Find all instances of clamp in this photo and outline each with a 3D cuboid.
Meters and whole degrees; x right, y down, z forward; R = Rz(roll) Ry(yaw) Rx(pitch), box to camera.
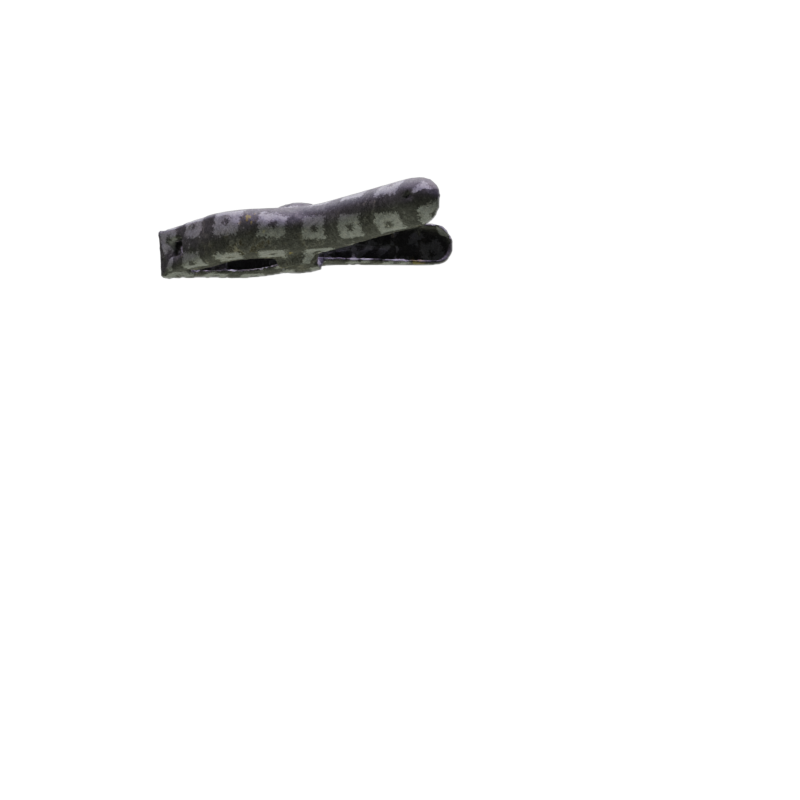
[{"bbox_3d":[-0.050,-0.091,0.636,0.175,0.041,0.114,-4,-13,17],"label":"clamp"}]
